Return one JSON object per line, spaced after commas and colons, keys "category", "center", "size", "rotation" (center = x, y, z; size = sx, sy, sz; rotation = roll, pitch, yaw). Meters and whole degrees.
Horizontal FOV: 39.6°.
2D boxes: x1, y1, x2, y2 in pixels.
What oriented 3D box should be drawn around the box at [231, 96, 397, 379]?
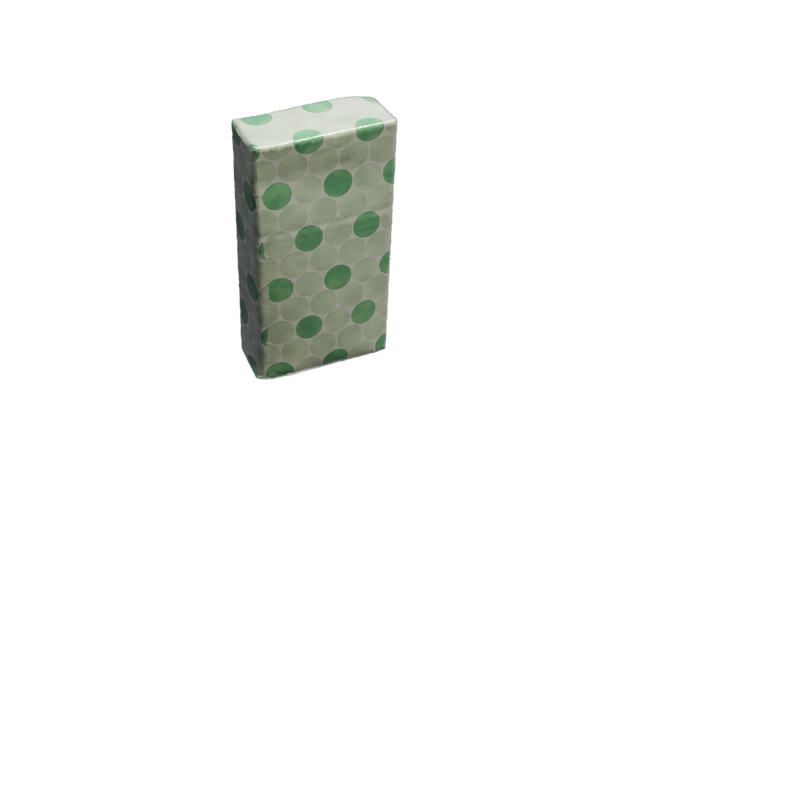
{"category": "box", "center": [-0.054, -0.099, 0.693], "size": [0.092, 0.165, 0.052], "rotation": [-14, 39, -21]}
